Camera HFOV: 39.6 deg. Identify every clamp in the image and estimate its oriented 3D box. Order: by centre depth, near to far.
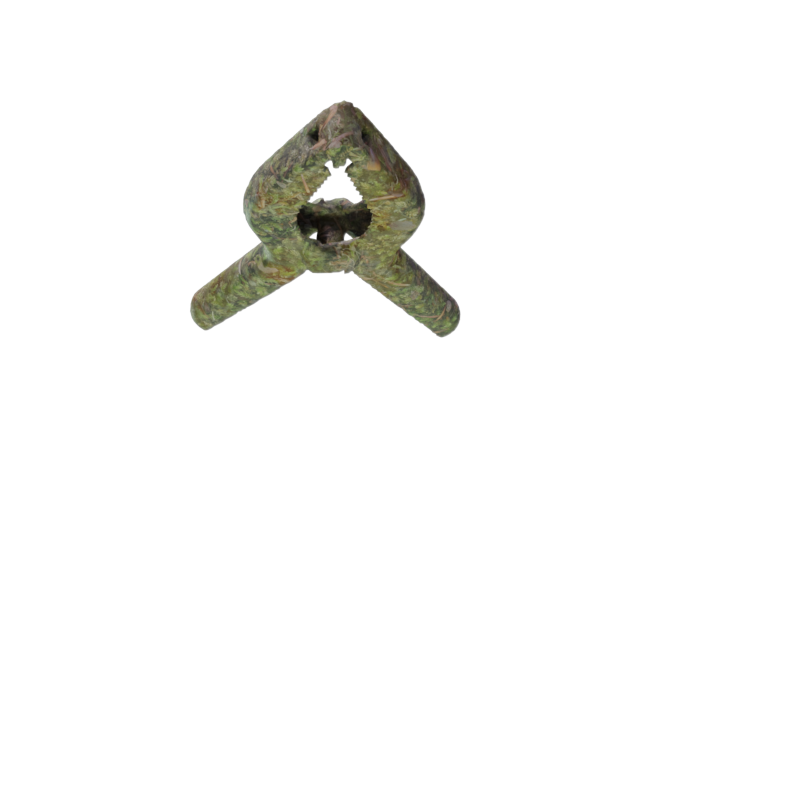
[{"bbox_3d":[-0.048,-0.087,0.610,0.165,0.039,0.197,-1,-25,2],"label":"clamp"}]
